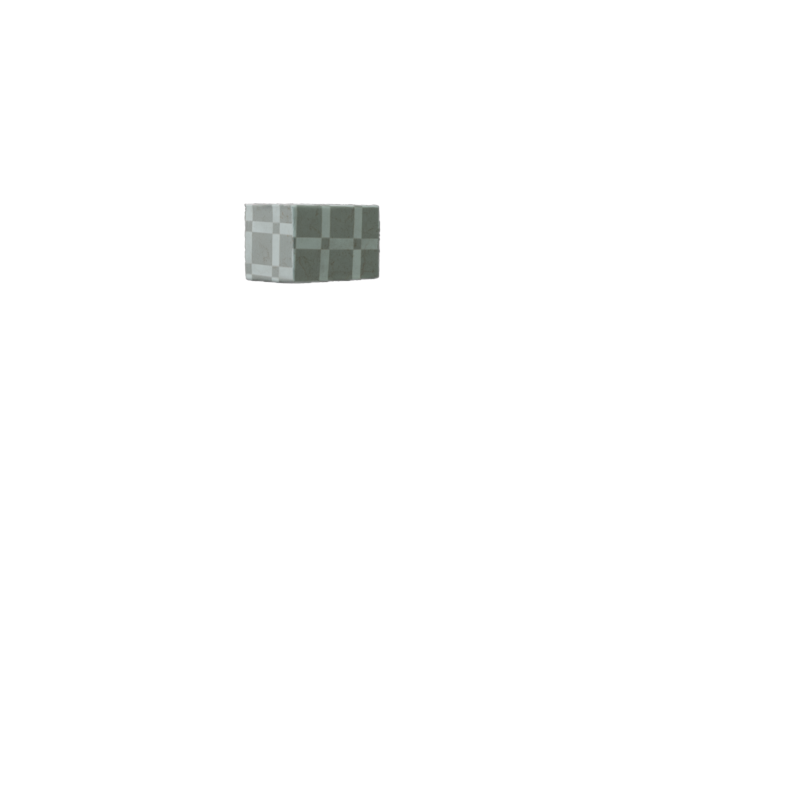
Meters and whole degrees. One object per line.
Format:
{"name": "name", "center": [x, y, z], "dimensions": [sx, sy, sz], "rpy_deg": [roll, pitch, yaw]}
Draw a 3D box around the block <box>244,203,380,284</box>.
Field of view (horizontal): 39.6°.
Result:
{"name": "block", "center": [-0.058, -0.105, 0.738], "dimensions": [0.075, 0.051, 0.055], "rpy_deg": [-7, 9, -43]}
